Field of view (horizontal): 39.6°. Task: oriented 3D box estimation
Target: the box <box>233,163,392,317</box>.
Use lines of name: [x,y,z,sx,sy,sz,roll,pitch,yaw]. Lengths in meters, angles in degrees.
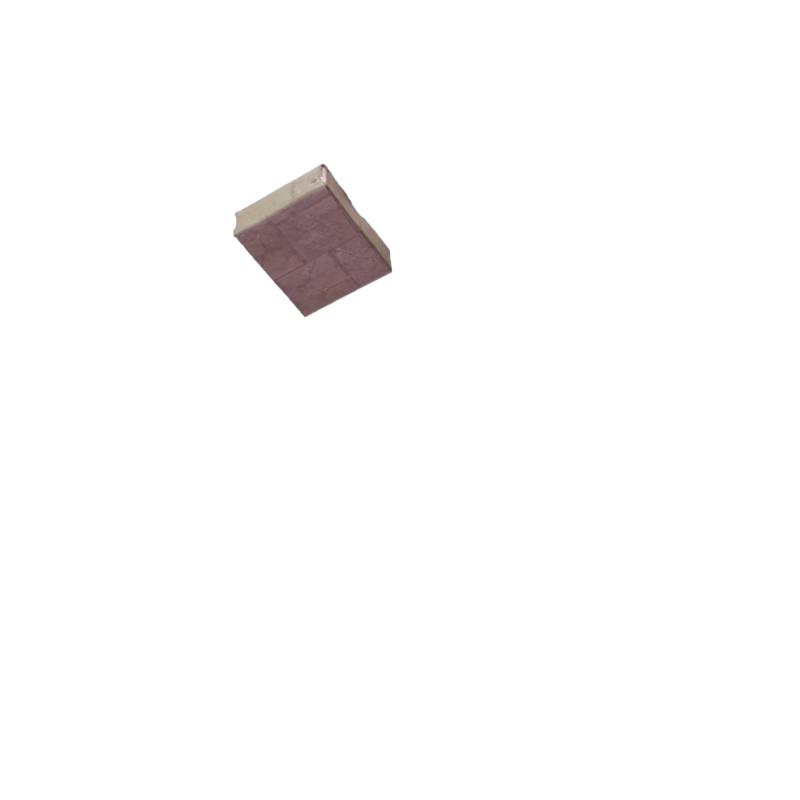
box: [-0.059,-0.108,0.755,0.073,0.083,0.032,-27,33,19]
